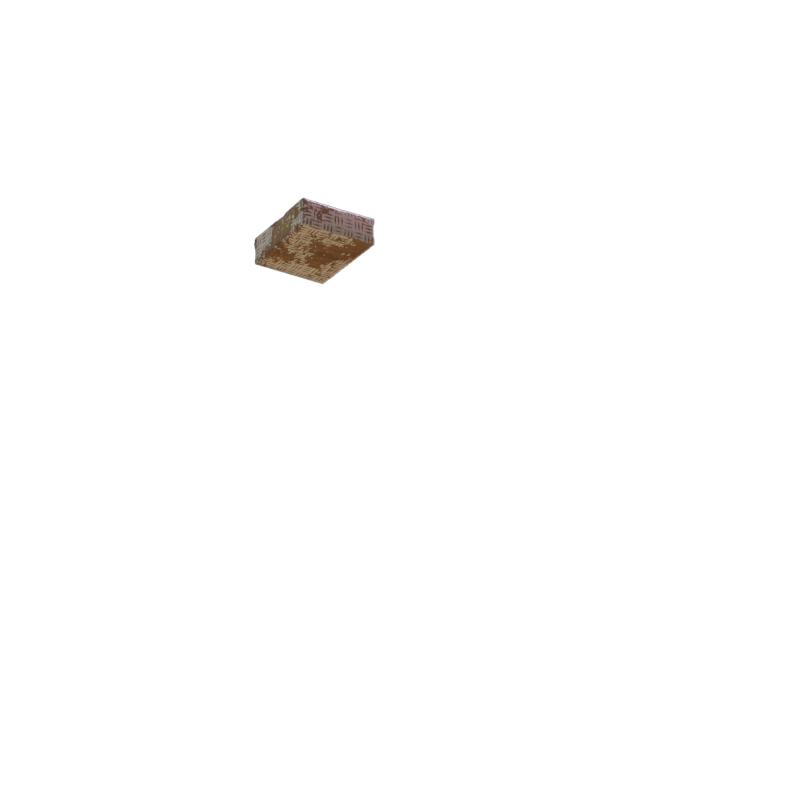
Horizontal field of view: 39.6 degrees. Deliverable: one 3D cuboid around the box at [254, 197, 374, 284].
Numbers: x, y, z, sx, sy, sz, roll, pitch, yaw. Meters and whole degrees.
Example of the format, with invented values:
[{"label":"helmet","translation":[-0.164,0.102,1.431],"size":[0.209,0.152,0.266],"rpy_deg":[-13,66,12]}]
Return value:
[{"label":"box","translation":[-0.076,-0.139,0.972],"size":[0.070,0.032,0.088],"rpy_deg":[14,-27,-30]}]
